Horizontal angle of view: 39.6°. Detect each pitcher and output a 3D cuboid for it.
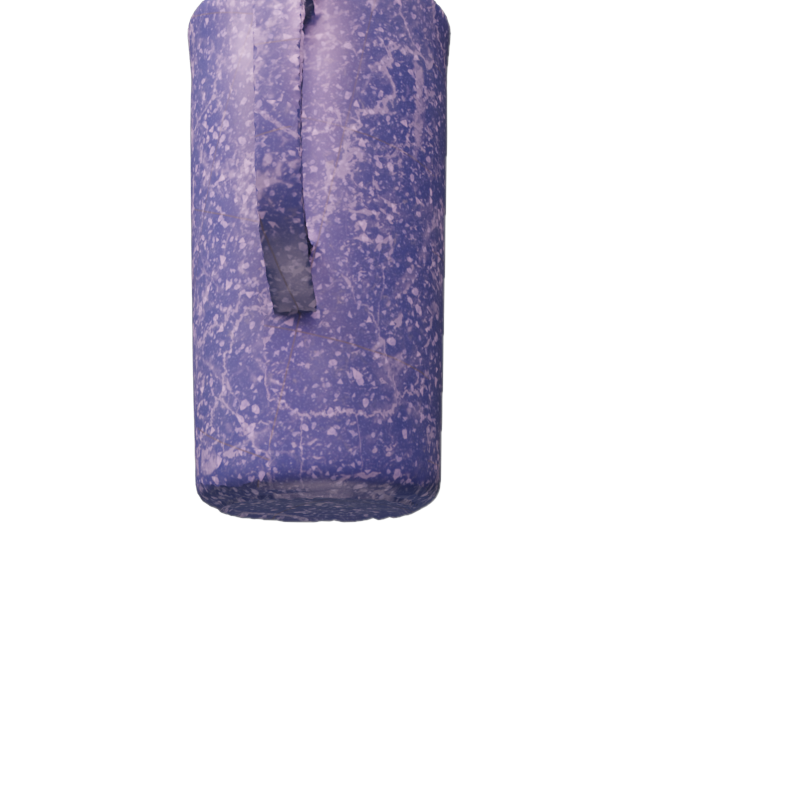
[{"bbox_3d":[-0.040,-0.074,0.516,0.141,0.254,0.146,13,-23,-37],"label":"pitcher"}]
